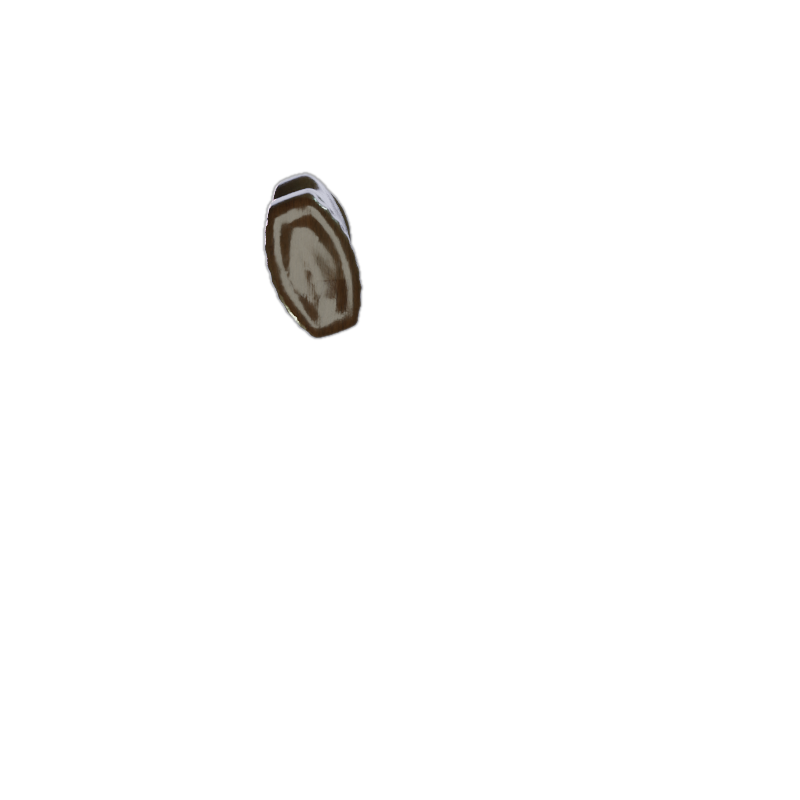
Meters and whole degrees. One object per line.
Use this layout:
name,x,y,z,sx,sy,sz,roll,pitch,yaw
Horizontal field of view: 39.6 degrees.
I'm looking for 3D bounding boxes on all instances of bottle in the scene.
bottle,-0.064,-0.115,0.809,0.058,0.093,0.199,-21,17,3
